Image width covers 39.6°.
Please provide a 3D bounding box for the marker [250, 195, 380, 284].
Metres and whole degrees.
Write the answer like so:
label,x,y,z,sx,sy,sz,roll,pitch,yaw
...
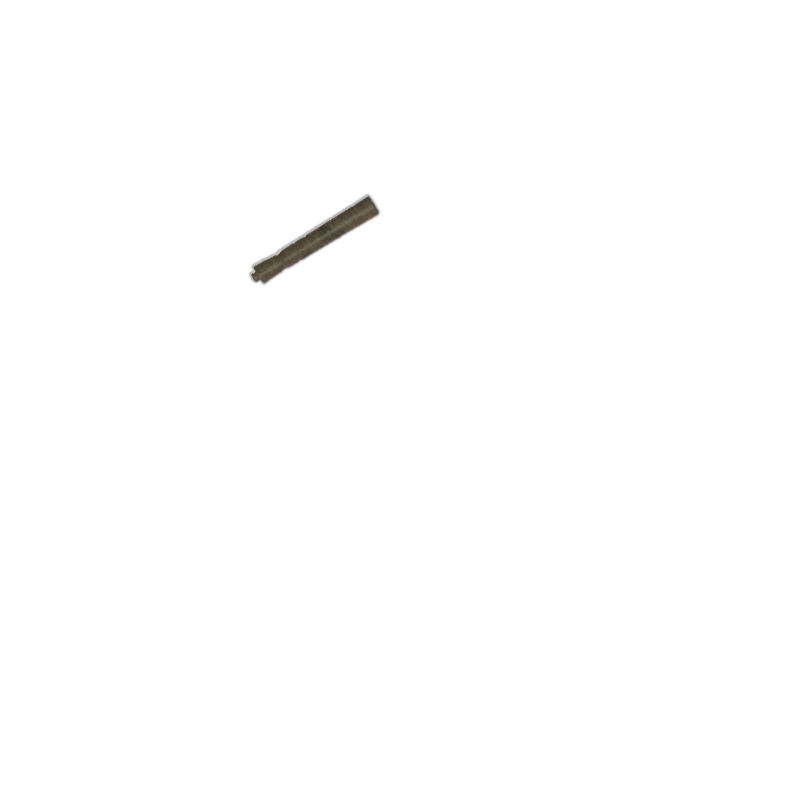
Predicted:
label,x,y,z,sx,sy,sz,roll,pitch,yaw
marker,-0.073,-0.133,0.935,0.121,0.020,0.020,-30,0,7
